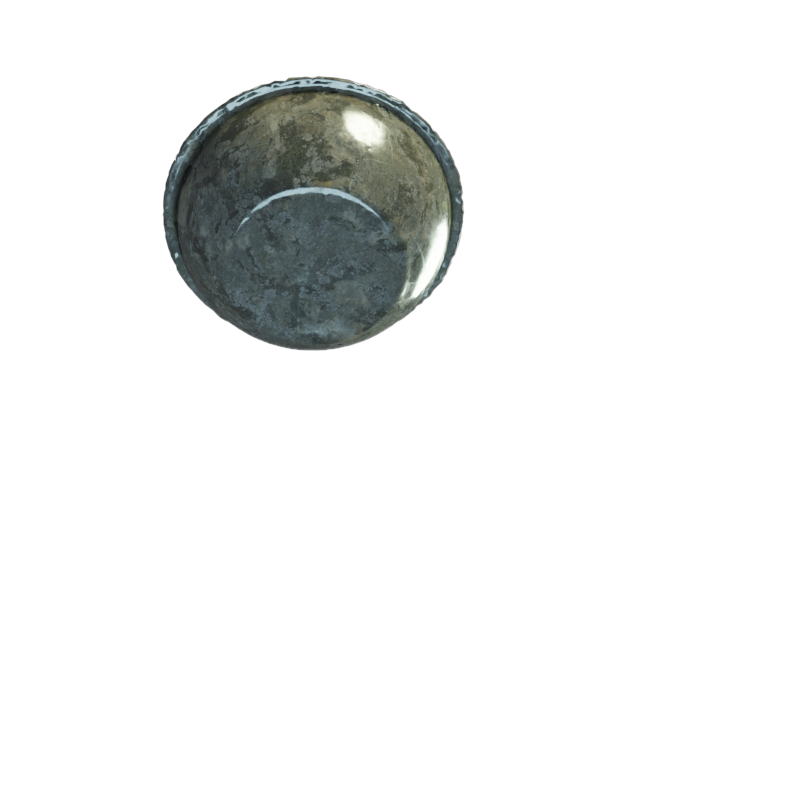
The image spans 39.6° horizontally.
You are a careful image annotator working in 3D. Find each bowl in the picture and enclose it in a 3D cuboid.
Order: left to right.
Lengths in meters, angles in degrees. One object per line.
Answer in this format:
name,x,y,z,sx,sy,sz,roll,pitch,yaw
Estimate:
bowl,-0.045,-0.082,0.572,0.162,0.152,0.059,1,32,-1
